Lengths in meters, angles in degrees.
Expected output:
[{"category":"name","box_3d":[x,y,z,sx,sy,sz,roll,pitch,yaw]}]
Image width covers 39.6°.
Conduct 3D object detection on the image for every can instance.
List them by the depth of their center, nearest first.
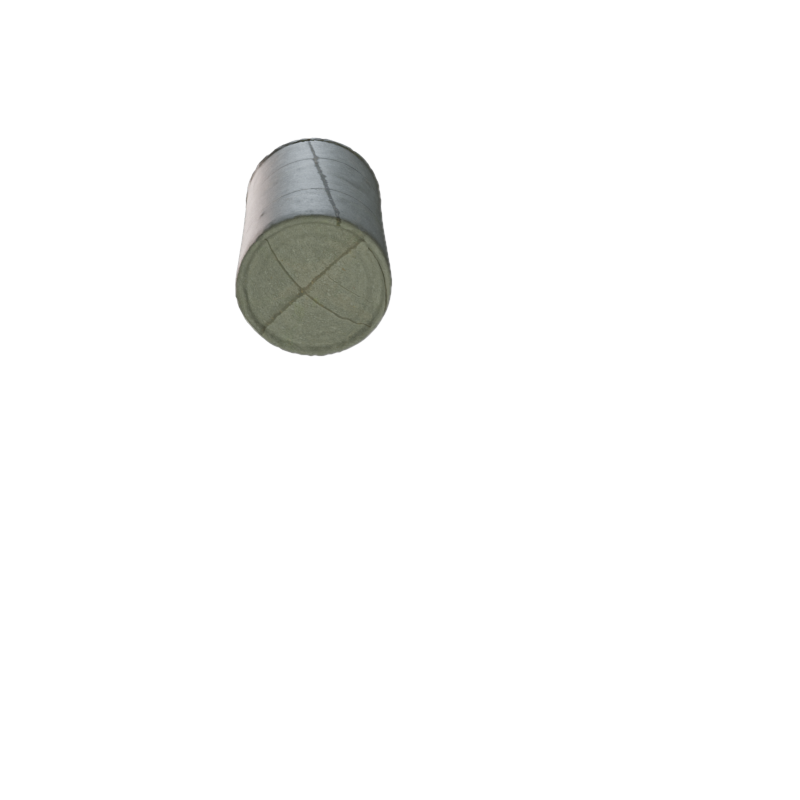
[{"category":"can","box_3d":[-0.040,-0.073,0.510,0.068,0.065,0.108,0,28,-3]}]
